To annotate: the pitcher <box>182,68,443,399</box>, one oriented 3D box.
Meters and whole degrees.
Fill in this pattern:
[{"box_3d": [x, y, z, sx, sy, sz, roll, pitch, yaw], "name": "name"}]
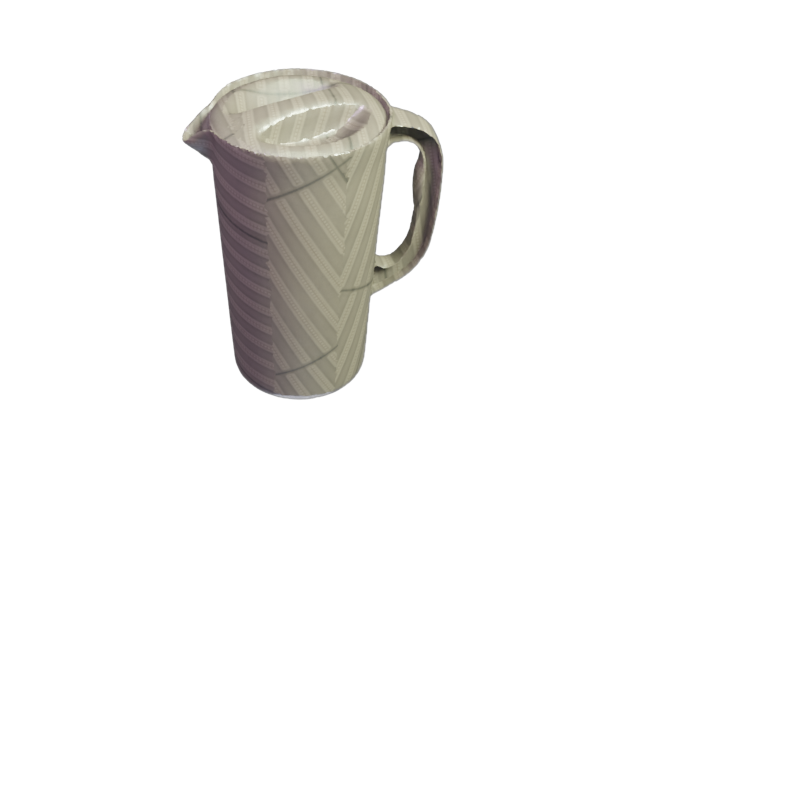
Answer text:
[{"box_3d": [-0.067, -0.122, 0.852, 0.158, 0.227, 0.146, 28, 45, 28], "name": "pitcher"}]
